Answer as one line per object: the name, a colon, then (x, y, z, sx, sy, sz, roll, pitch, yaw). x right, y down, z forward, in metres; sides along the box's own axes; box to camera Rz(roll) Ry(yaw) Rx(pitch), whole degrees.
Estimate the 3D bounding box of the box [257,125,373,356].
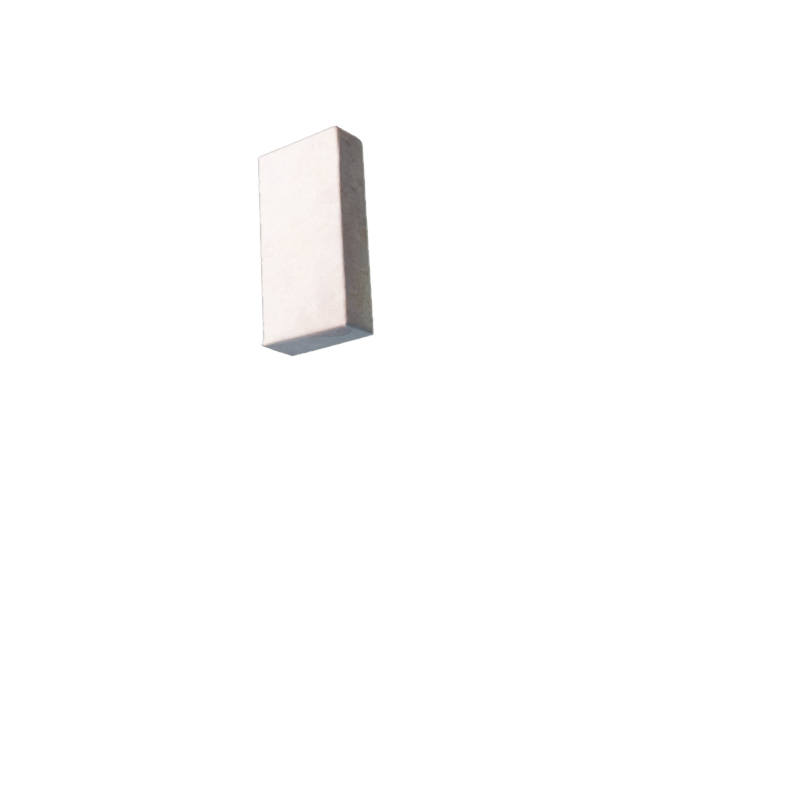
box: (-0.073, -0.133, 0.935, 0.095, 0.185, 0.045, -16, -25, 35)
